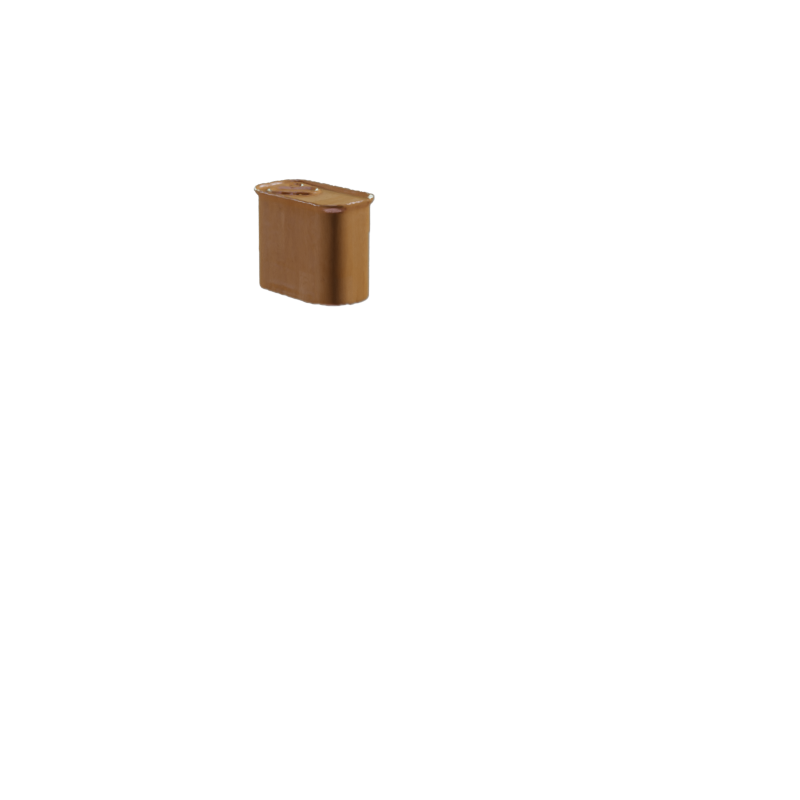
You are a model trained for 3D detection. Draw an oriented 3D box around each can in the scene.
[{"bbox_3d":[-0.070,-0.127,0.888,0.108,0.081,0.056,19,25,41],"label":"can"}]
